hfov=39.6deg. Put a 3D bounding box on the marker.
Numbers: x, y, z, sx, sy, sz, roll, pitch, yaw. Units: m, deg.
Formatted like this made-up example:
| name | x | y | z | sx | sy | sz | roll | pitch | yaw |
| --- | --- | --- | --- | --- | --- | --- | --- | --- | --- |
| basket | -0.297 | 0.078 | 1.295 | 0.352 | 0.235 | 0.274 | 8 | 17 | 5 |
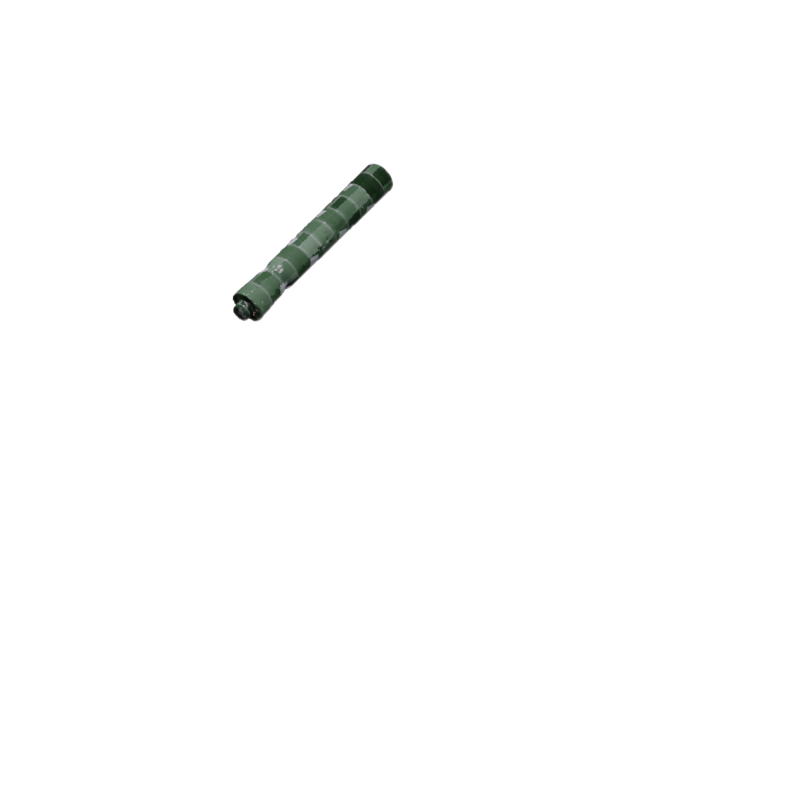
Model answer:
| name | x | y | z | sx | sy | sz | roll | pitch | yaw |
| --- | --- | --- | --- | --- | --- | --- | --- | --- | --- |
| marker | -0.046 | -0.084 | 0.585 | 0.021 | 0.019 | 0.124 | 3 | 43 | 47 |
